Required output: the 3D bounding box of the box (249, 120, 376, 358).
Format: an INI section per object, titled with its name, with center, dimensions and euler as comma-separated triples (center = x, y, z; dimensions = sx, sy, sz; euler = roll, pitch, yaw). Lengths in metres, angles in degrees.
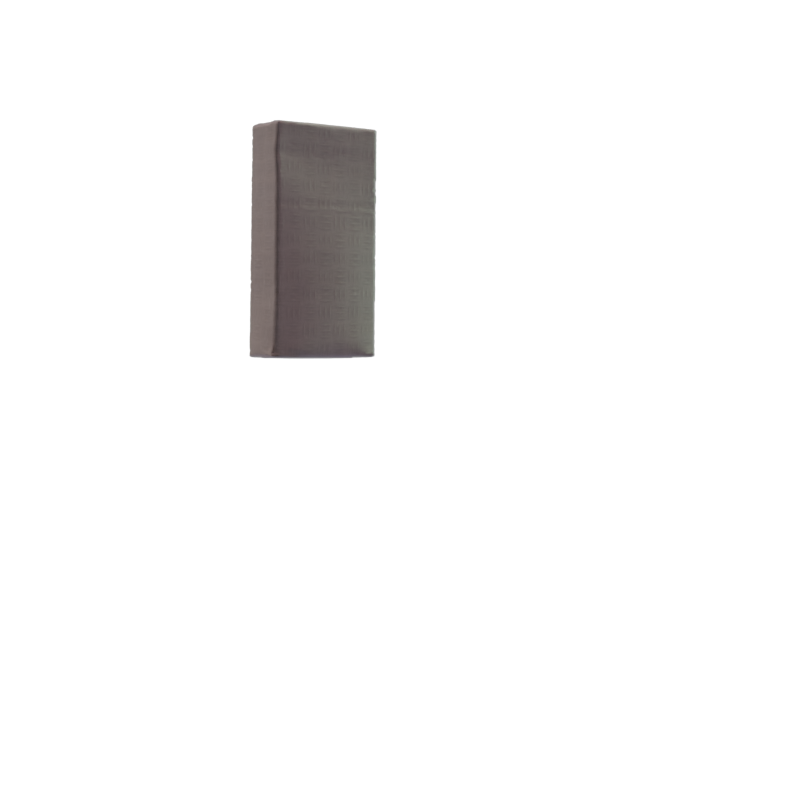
[box]
center = -0.066, -0.120, 0.844
dimensions = 0.090, 0.178, 0.049
euler = 1, -4, -35
